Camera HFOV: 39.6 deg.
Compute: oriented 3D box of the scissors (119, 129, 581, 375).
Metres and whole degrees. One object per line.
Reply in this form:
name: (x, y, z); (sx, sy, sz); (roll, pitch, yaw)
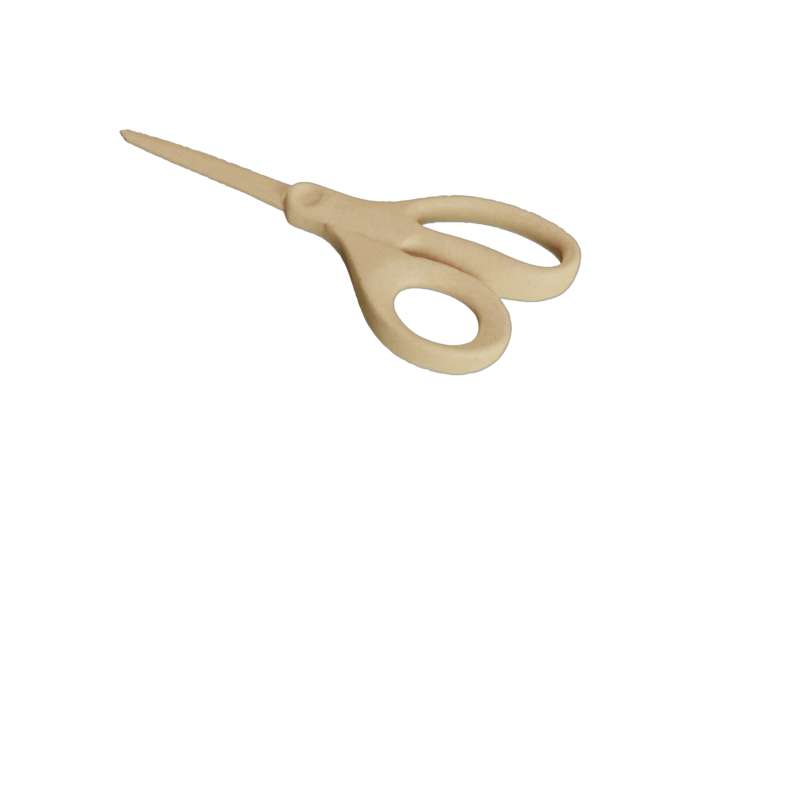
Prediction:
scissors: (-0.034, -0.062, 0.431); (0.206, 0.015, 0.101); (12, 47, 11)
